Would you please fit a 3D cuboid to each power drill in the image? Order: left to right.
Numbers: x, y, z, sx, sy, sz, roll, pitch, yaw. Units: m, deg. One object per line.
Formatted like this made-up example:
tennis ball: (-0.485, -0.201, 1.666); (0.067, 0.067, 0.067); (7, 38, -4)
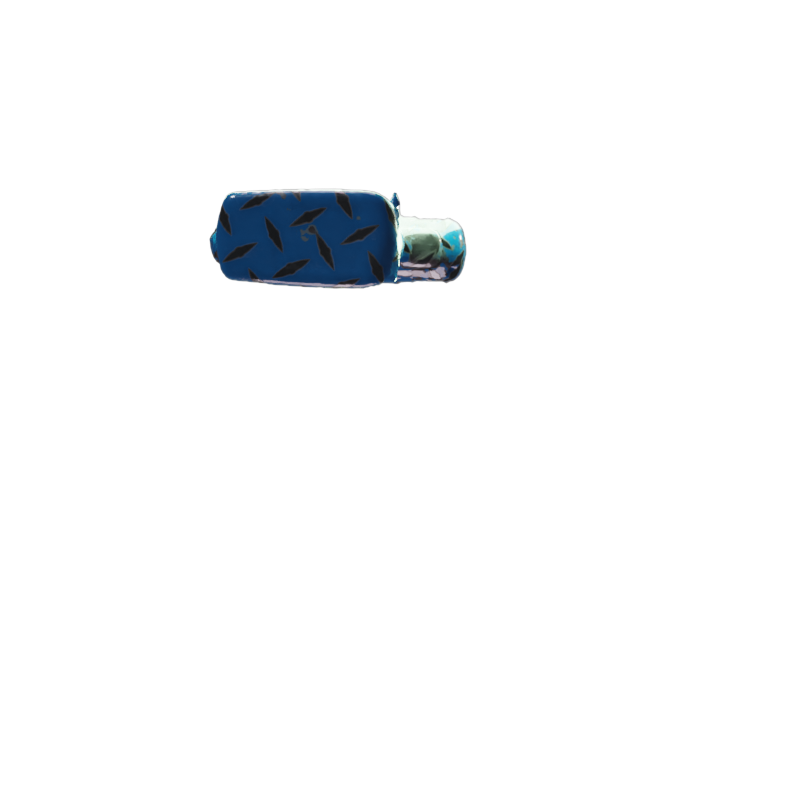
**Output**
power drill: (-0.056, -0.103, 0.721); (0.187, 0.057, 0.186); (1, 6, 11)
